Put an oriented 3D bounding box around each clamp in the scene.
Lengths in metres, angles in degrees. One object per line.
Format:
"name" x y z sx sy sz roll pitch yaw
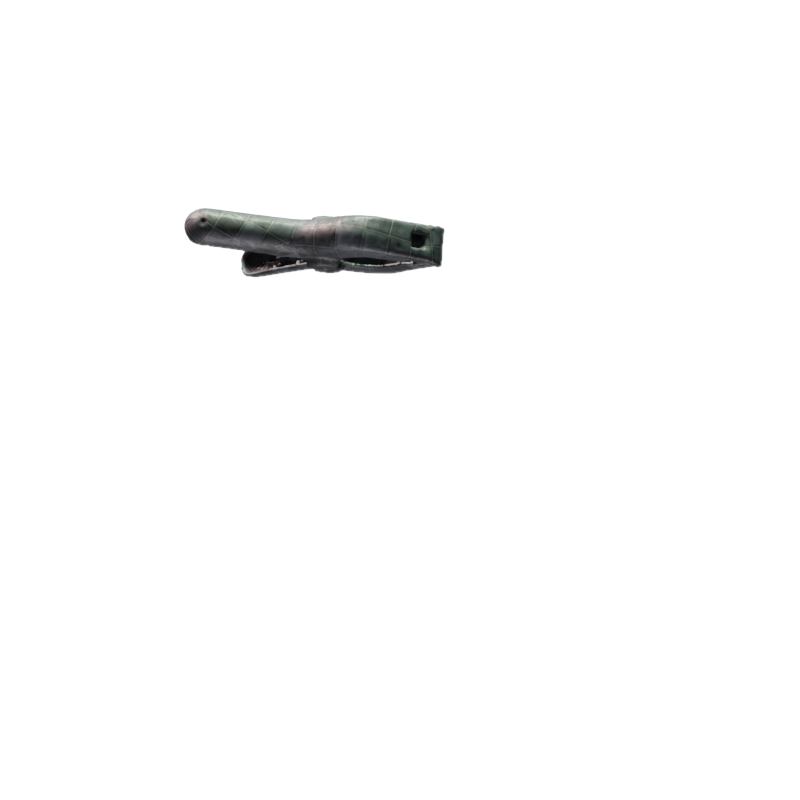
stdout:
"clamp" -0.060 -0.109 0.761 0.176 0.040 0.115 -1 -2 24
